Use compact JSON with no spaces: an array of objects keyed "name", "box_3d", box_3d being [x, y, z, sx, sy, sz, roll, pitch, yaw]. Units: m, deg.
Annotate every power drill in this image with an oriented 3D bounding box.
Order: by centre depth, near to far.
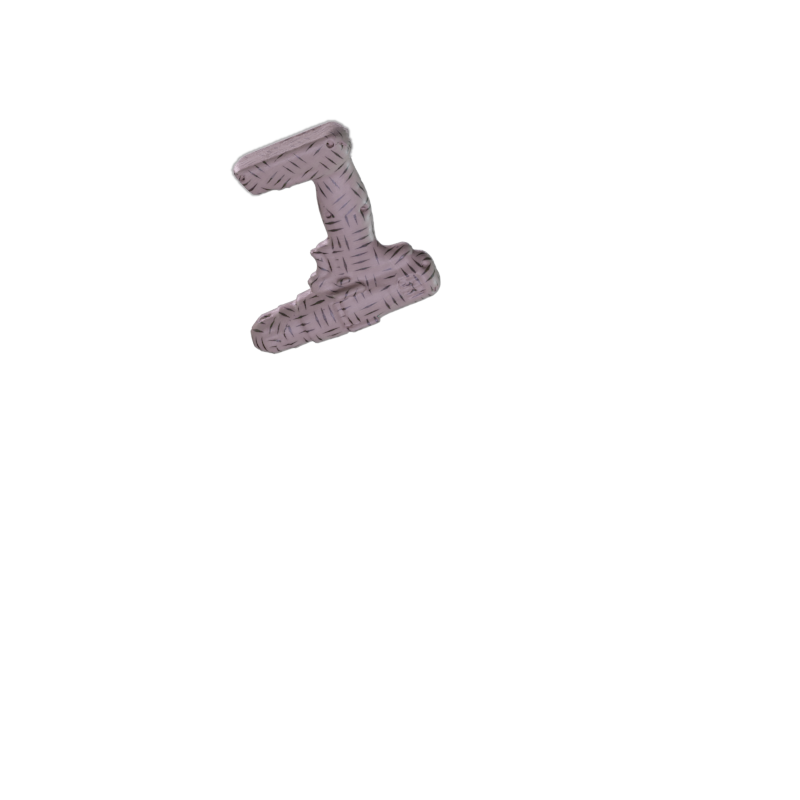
[{"name":"power drill","box_3d":[-0.078,-0.142,0.997,0.185,0.178,0.060,-22,22,9]}]
